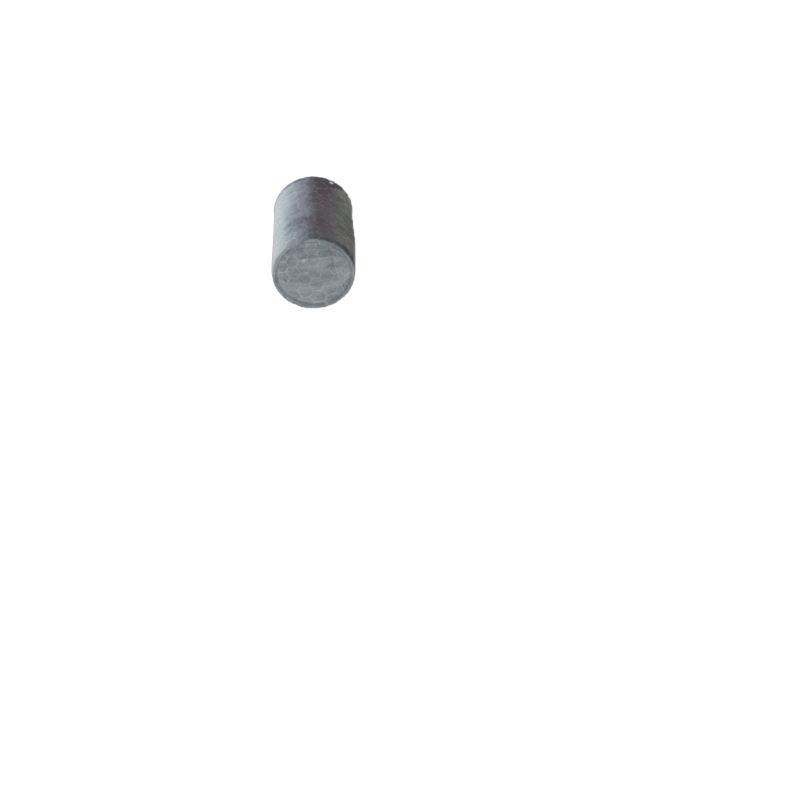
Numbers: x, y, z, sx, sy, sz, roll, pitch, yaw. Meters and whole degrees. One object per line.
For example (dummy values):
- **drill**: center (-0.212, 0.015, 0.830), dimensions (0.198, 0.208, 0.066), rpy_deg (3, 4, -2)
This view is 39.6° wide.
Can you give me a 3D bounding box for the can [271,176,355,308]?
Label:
- **can**: center (-0.071, -0.130, 0.911), dimensions (0.068, 0.064, 0.109), rpy_deg (-1, 36, -3)
